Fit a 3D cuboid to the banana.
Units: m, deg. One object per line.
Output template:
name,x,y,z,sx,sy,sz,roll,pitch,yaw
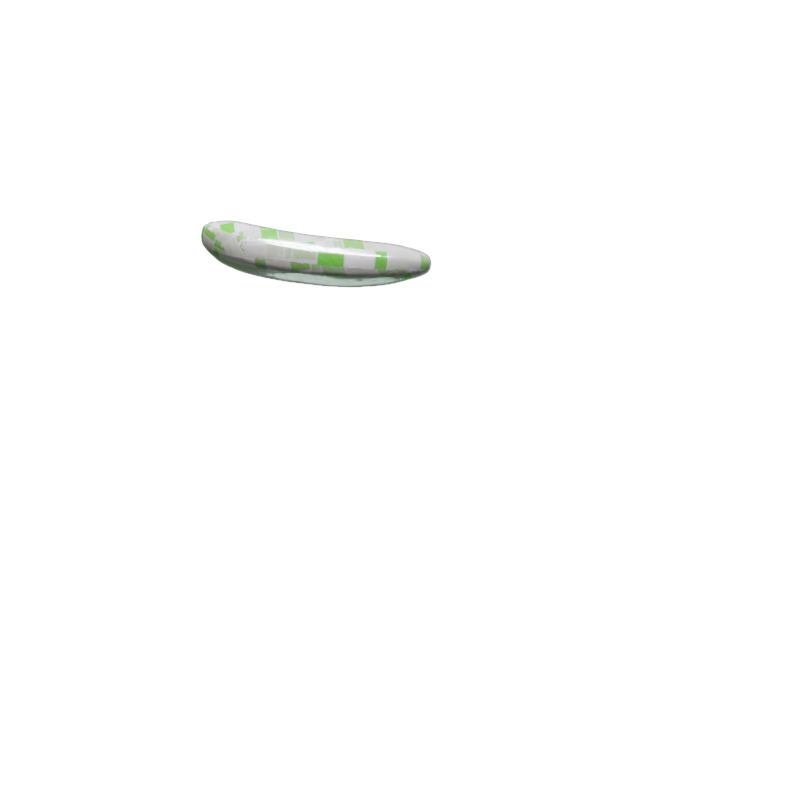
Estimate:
banana,-0.078,-0.116,0.857,0.205,0.035,0.071,14,33,21
